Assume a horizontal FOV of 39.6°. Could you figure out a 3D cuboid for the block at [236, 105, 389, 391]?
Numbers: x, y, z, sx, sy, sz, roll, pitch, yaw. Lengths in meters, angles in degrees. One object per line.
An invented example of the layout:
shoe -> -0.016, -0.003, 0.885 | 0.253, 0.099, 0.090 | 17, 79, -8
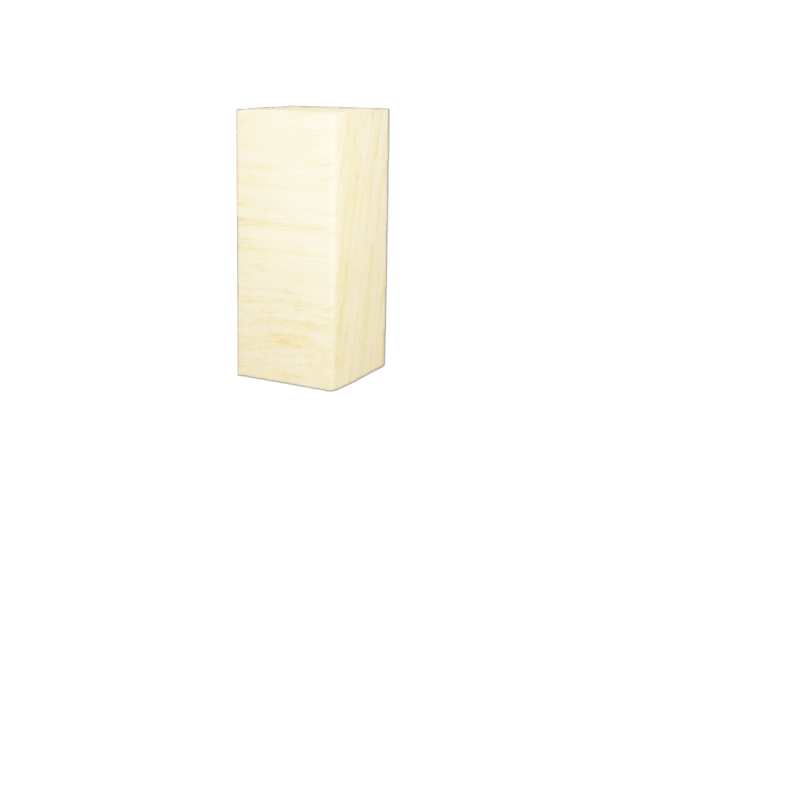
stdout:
block -> -0.067, -0.123, 0.860 | 0.094, 0.201, 0.089 | 6, 12, 28
